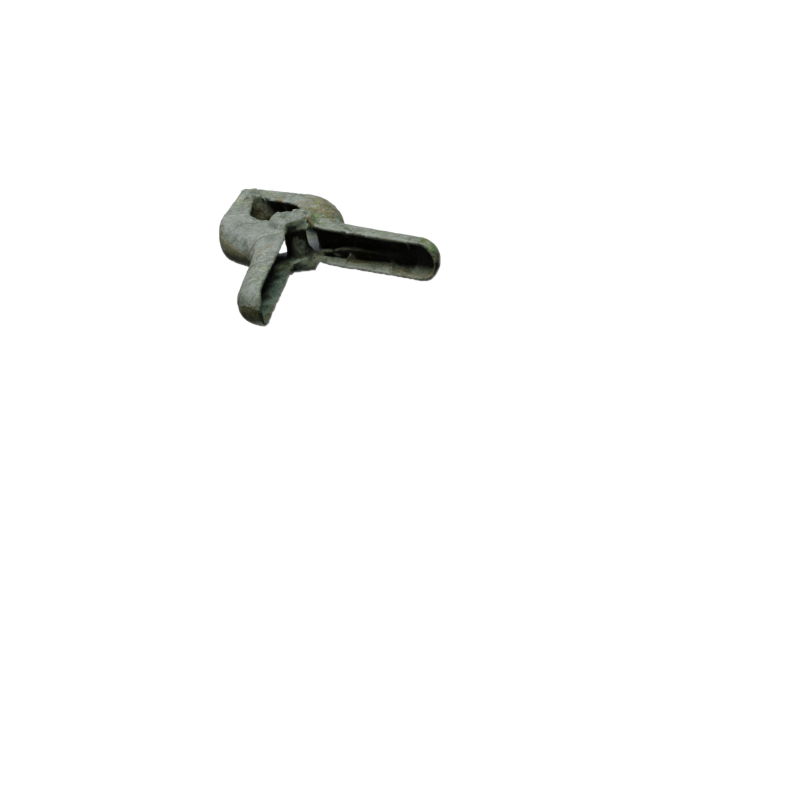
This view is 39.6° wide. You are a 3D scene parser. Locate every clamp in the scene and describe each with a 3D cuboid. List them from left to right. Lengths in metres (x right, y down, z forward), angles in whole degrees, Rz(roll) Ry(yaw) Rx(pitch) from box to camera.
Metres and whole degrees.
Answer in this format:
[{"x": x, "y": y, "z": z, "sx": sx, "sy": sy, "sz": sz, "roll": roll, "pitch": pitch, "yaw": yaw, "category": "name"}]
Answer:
[{"x": -0.053, "y": -0.097, "z": 0.678, "sx": 0.118, "sy": 0.037, "sz": 0.184, "roll": -8, "pitch": 30, "yaw": -14, "category": "clamp"}]
